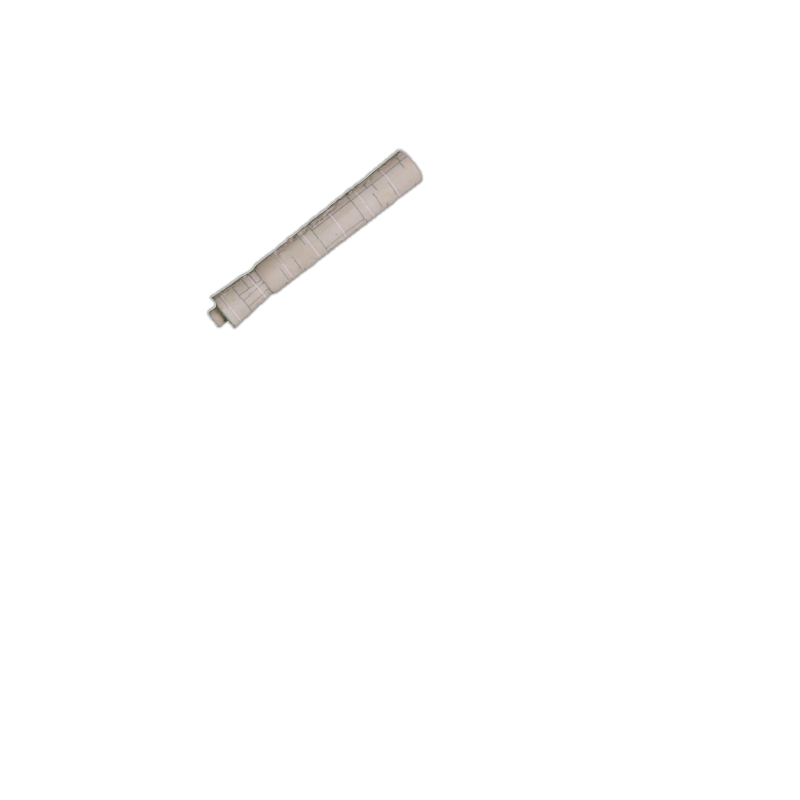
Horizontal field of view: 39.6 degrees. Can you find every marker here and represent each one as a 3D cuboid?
[{"bbox_3d":[-0.041,-0.075,0.529,0.121,0.019,0.020,-39,9,-5],"label":"marker"}]
